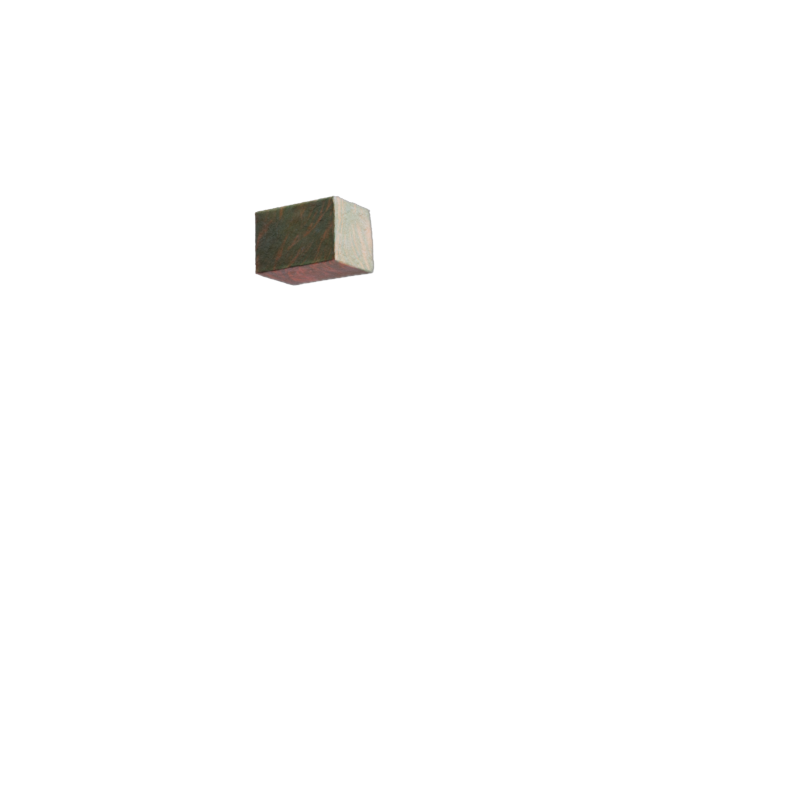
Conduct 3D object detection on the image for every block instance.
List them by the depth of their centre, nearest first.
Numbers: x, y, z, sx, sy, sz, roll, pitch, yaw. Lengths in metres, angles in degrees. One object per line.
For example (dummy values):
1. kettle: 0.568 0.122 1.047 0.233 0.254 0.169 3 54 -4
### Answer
1. block: -0.067 -0.121 0.850 0.080 0.053 0.050 -6 -12 32
